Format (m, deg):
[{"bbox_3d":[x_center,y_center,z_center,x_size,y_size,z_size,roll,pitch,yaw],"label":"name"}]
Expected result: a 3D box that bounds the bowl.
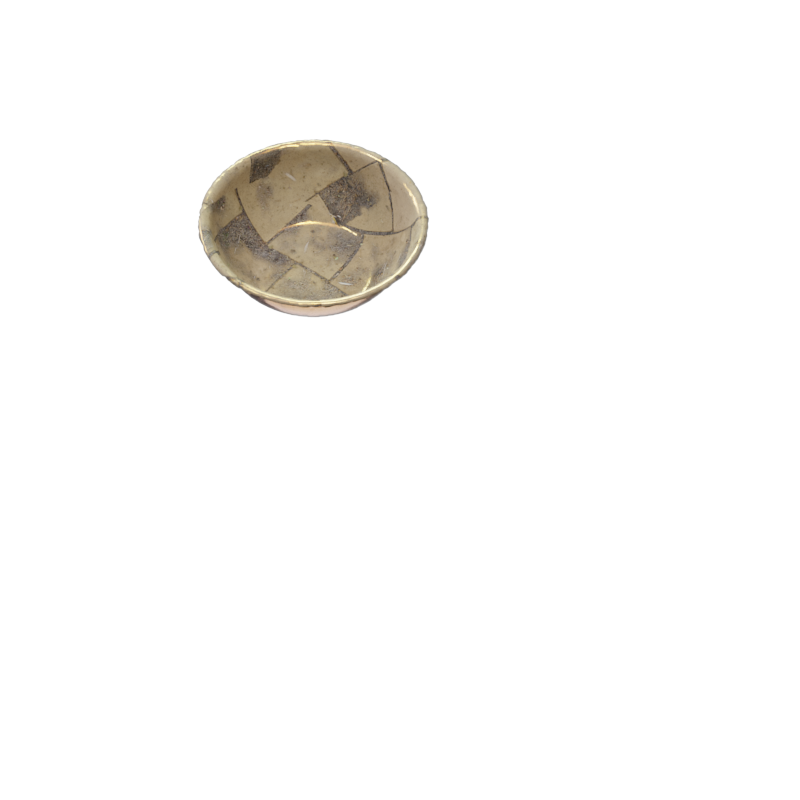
[{"bbox_3d":[-0.062,-0.114,0.797,0.162,0.174,0.051,-1,-39,-1],"label":"bowl"}]
